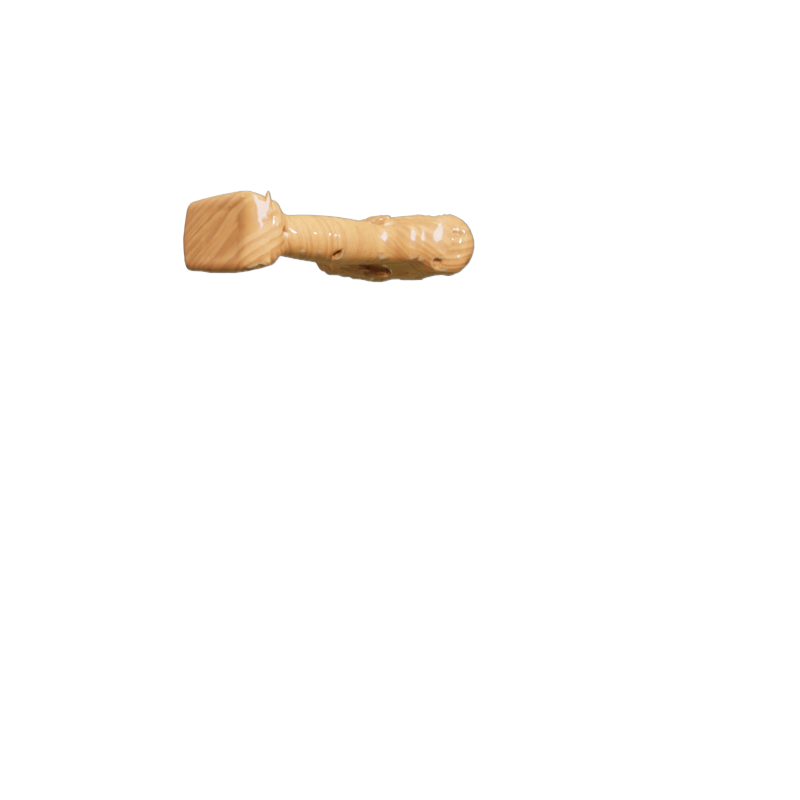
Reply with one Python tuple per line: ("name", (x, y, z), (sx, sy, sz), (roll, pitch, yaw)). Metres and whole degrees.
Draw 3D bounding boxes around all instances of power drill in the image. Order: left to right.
("power drill", (-0.066, -0.121, 0.846), (0.181, 0.058, 0.191), (-2, 3, -34))
